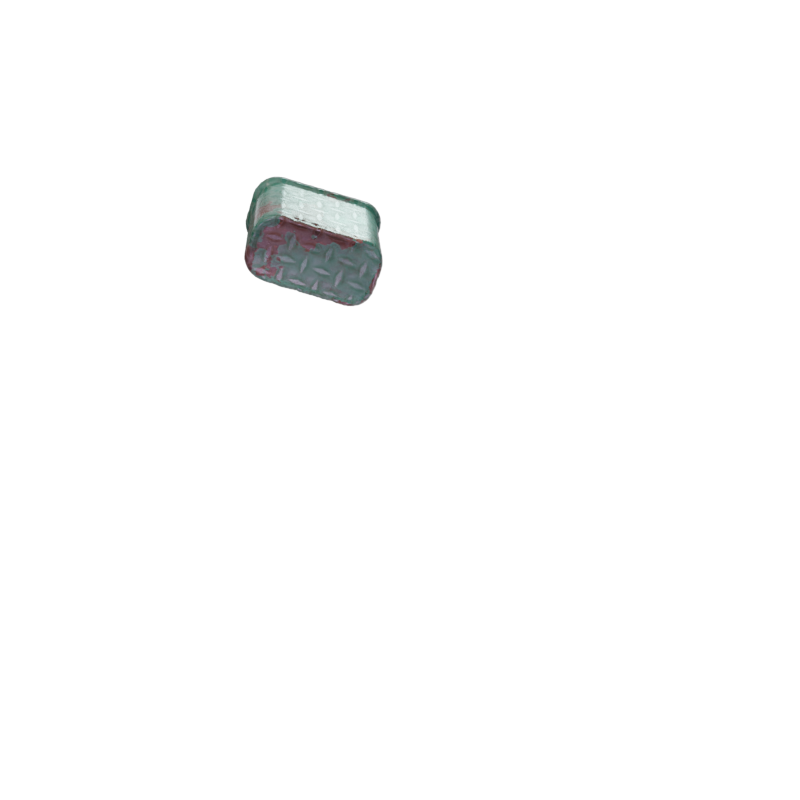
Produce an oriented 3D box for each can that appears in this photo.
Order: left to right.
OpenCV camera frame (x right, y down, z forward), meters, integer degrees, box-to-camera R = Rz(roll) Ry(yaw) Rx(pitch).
[{"bbox_3d":[-0.064,-0.117,0.820,0.100,0.055,0.088,15,24,-9],"label":"can"}]
